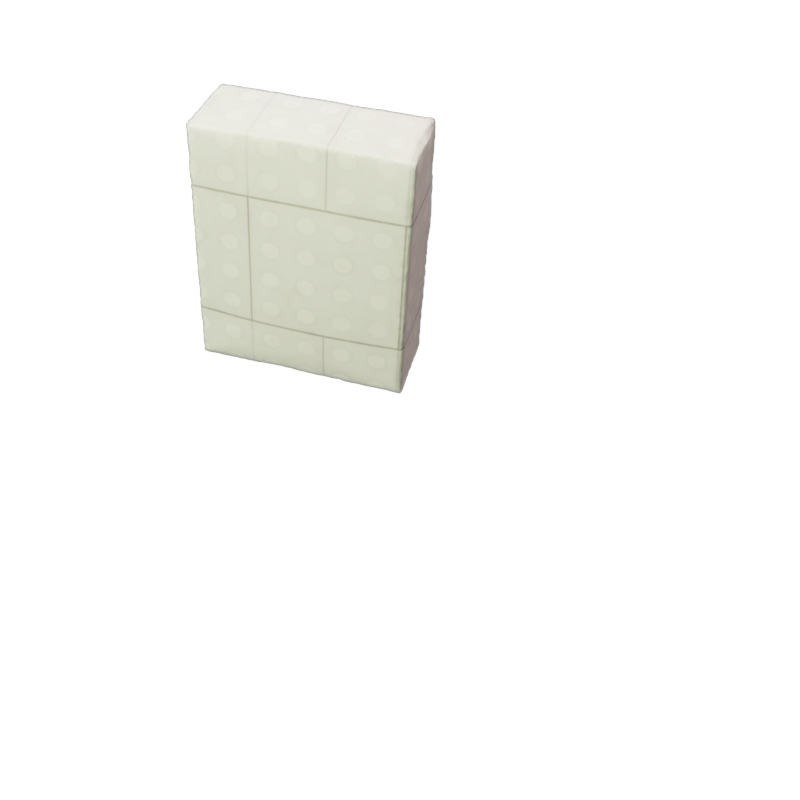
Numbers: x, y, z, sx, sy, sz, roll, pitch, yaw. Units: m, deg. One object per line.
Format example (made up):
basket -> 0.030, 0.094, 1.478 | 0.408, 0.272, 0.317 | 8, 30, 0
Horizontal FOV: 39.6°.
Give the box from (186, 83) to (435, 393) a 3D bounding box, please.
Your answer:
box -> -0.064, -0.117, 0.821 | 0.168, 0.199, 0.075 | 13, 42, 12
